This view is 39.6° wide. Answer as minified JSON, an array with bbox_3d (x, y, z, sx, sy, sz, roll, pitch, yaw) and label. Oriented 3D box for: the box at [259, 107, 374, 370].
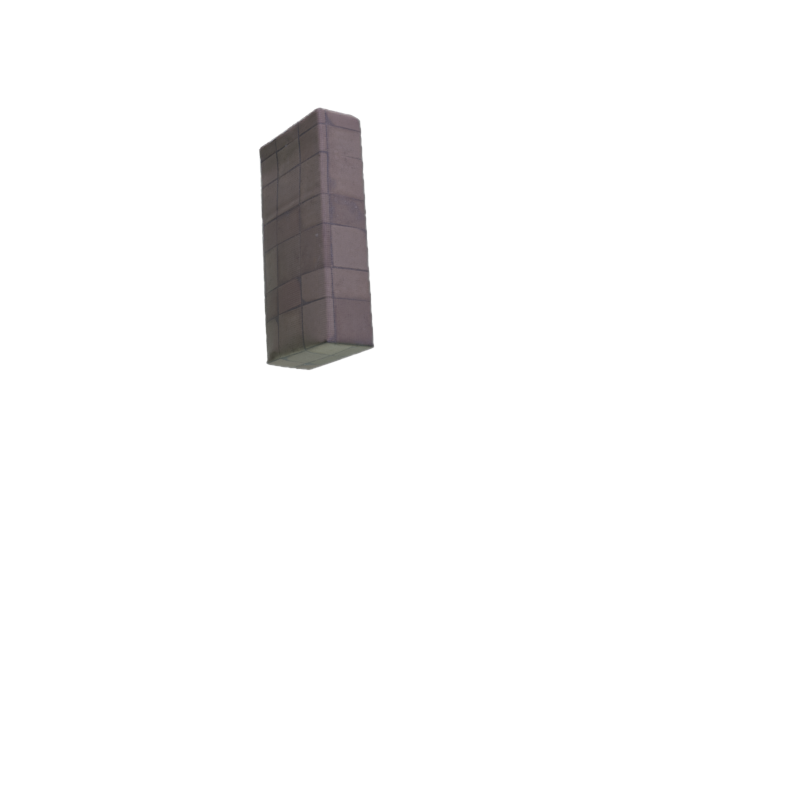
[{"bbox_3d":[-0.064,-0.117,0.822,0.046,0.183,0.094,10,-19,-33],"label":"box"}]
